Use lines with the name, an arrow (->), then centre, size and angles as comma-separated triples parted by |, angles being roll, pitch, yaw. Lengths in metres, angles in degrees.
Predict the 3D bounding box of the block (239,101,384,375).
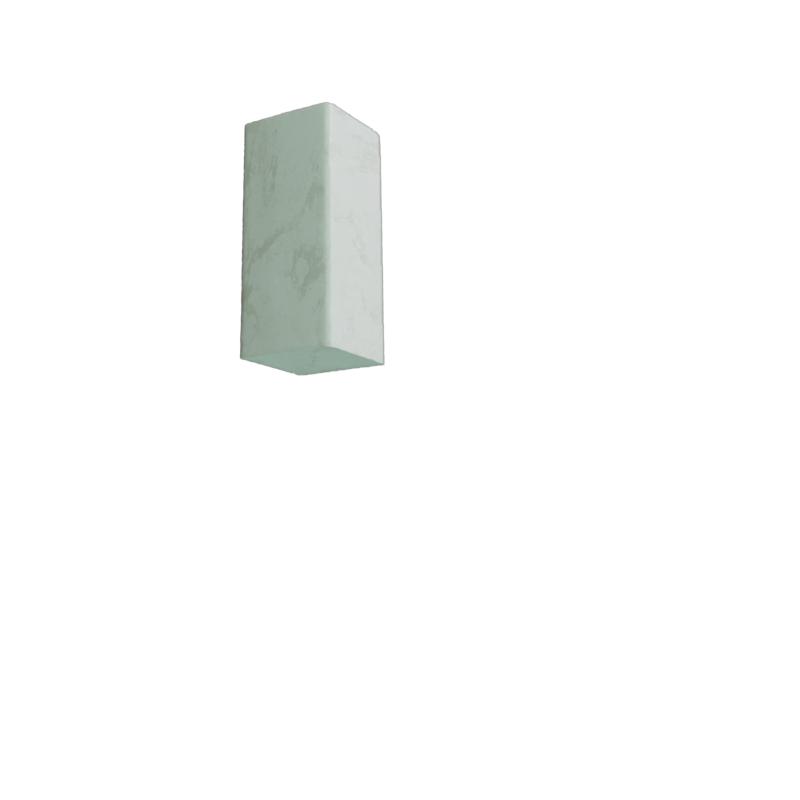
block -> -0.073, -0.134, 0.937 | 0.092, 0.215, 0.085 | -10, -19, 29
